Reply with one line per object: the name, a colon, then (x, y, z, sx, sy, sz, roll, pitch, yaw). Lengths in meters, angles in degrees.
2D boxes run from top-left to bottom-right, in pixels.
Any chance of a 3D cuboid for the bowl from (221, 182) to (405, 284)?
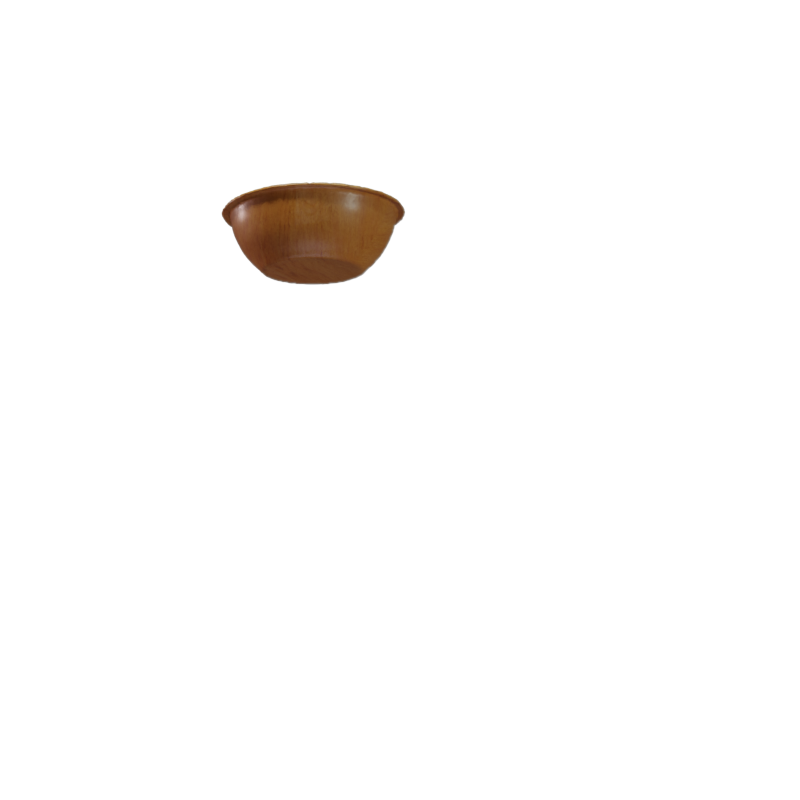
bowl: (-0.076, -0.139, 0.974, 0.162, 0.057, 0.157, 0, -10, -2)
